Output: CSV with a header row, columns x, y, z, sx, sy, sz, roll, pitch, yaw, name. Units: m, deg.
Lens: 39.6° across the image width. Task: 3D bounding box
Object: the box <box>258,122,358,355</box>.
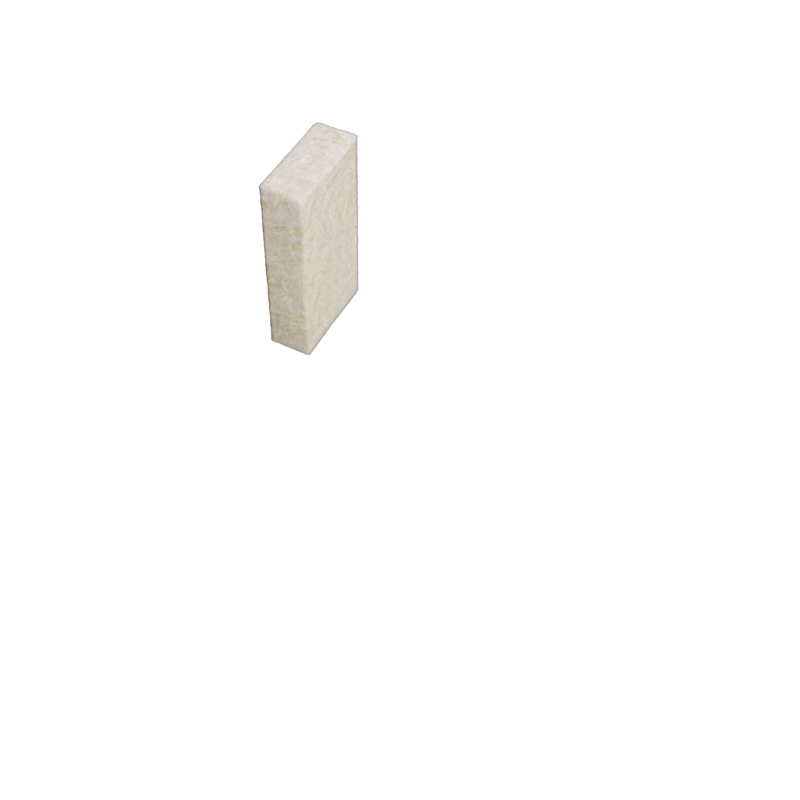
x,y,z,sx,sy,sz,roll,pitch,yaw,name
-0.071,-0.130,0.913,0.050,0.096,0.164,22,-38,15,box
